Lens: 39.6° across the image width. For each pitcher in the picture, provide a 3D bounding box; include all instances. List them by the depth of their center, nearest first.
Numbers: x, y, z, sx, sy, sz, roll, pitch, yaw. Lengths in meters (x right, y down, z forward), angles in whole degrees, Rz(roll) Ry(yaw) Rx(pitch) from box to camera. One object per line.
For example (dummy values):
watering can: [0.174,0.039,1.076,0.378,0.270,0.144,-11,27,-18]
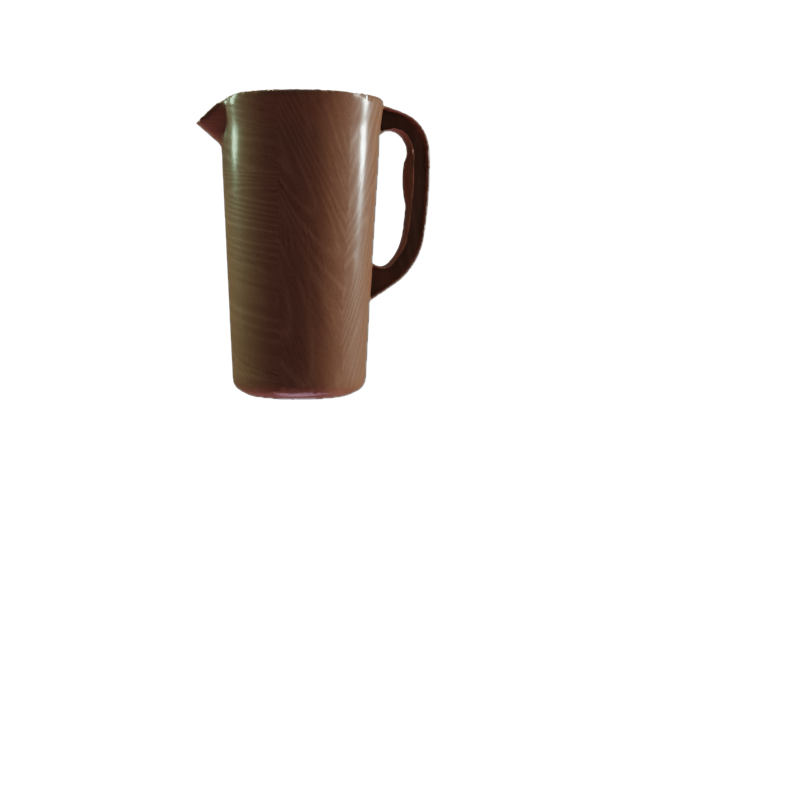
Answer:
pitcher: [-0.070,-0.128,0.896,0.155,0.242,0.140,2,3,33]
